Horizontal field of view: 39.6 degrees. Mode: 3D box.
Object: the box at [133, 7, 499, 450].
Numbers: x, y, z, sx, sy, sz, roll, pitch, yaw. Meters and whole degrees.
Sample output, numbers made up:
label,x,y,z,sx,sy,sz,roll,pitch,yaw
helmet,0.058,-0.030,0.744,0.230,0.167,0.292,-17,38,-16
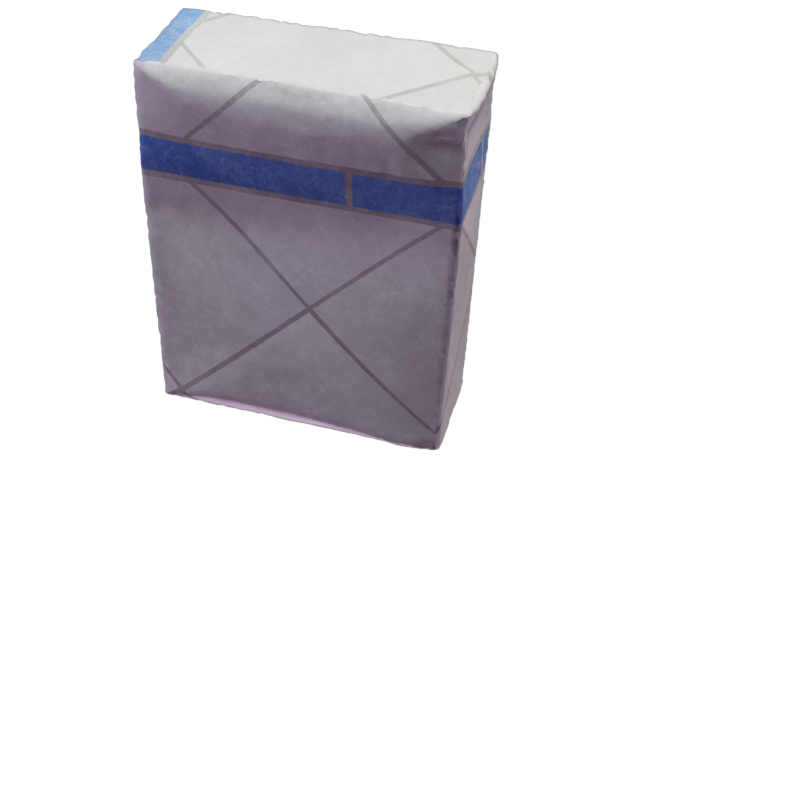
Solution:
label,x,y,z,sx,sy,sz,roll,pitch,yaw
box,-0.045,-0.082,0.576,0.168,0.199,0.075,13,41,12
